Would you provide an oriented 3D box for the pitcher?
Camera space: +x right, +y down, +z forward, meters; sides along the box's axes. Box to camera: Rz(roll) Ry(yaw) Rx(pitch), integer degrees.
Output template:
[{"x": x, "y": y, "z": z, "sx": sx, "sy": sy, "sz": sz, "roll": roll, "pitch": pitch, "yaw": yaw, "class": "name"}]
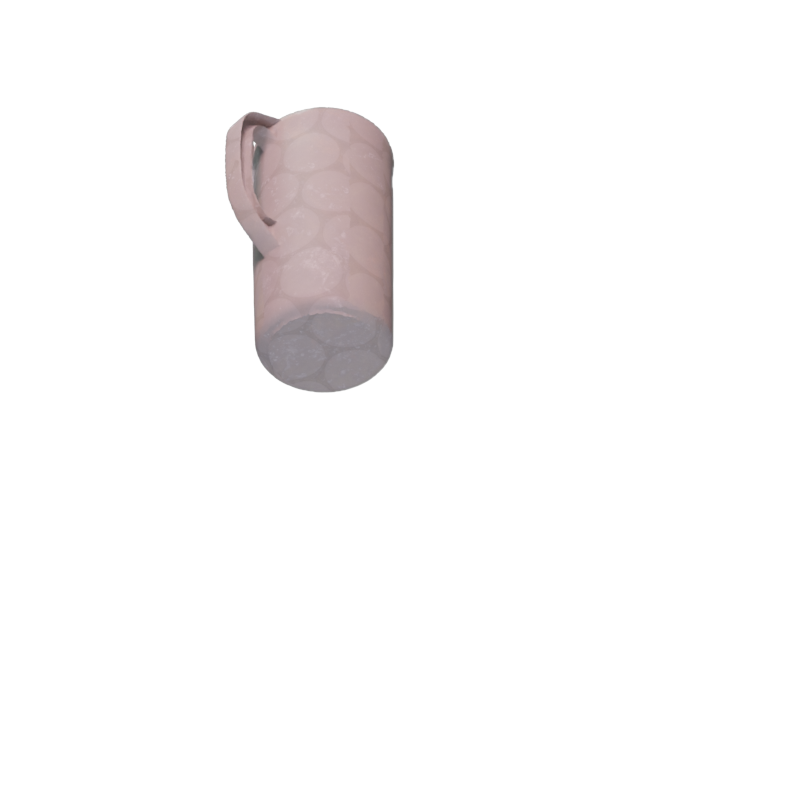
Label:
[{"x": -0.073, "y": -0.134, "z": 0.938, "sx": 0.149, "sy": 0.261, "sz": 0.135, "roll": -1, "pitch": -45, "yaw": -2, "class": "pitcher"}]
